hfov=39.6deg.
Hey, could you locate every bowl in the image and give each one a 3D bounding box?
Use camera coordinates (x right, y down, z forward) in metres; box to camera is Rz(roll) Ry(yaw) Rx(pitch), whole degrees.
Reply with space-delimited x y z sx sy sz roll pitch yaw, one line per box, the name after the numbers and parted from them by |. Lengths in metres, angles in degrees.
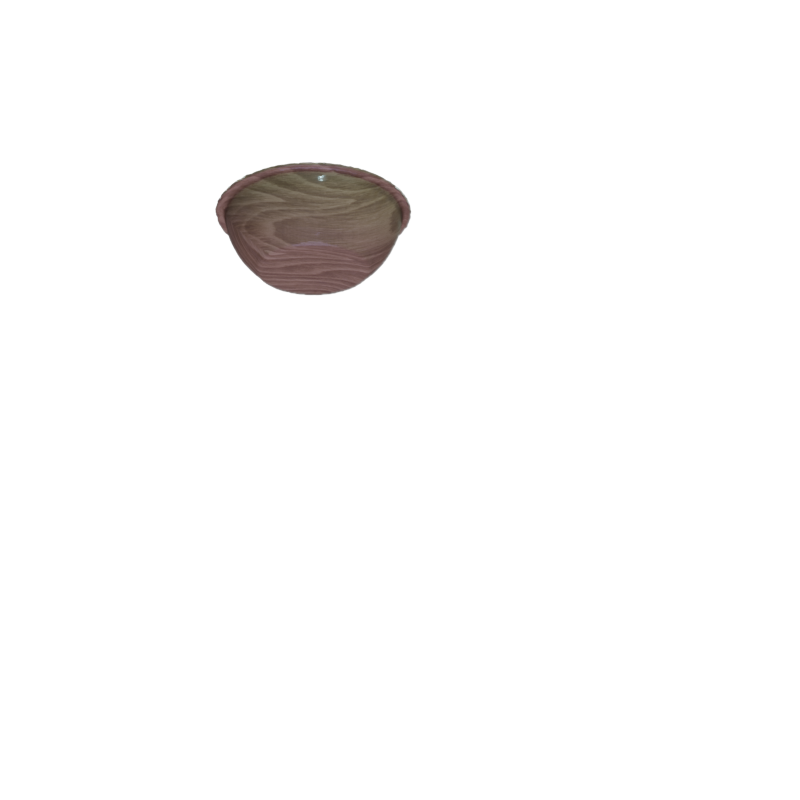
-0.071 -0.129 0.906 0.162 0.058 0.154 1 -23 -2 | bowl
